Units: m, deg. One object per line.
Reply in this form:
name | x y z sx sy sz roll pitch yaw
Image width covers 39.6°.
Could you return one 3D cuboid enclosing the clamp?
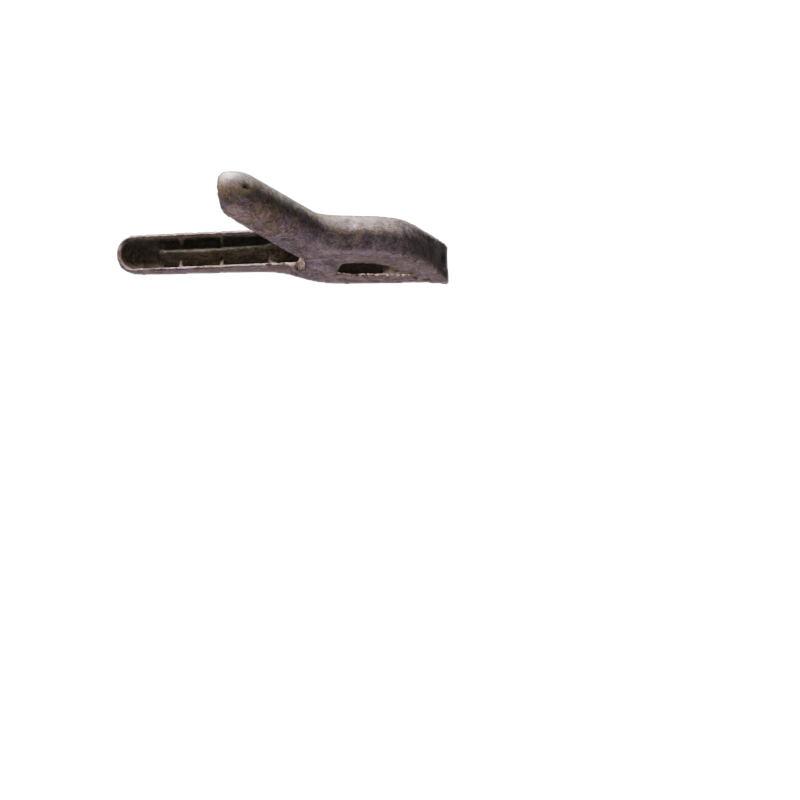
clamp | -0.053 -0.097 0.682 0.203 0.037 0.166 3 -8 -24
